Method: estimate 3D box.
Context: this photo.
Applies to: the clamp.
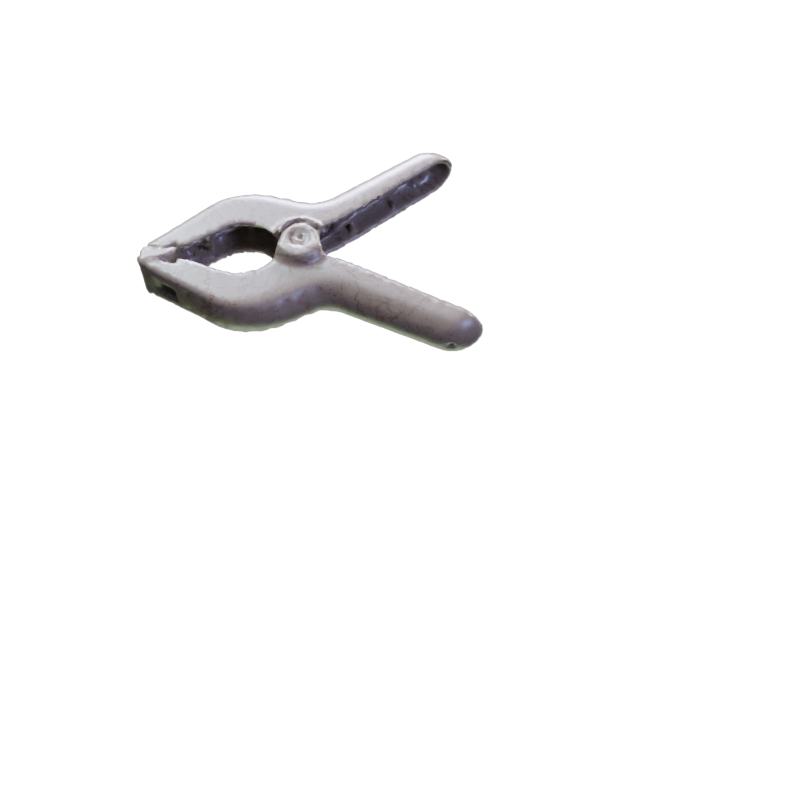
[{"bbox_3d":[-0.044,-0.081,0.568,0.172,0.128,0.036,3,-41,3],"label":"clamp"}]
